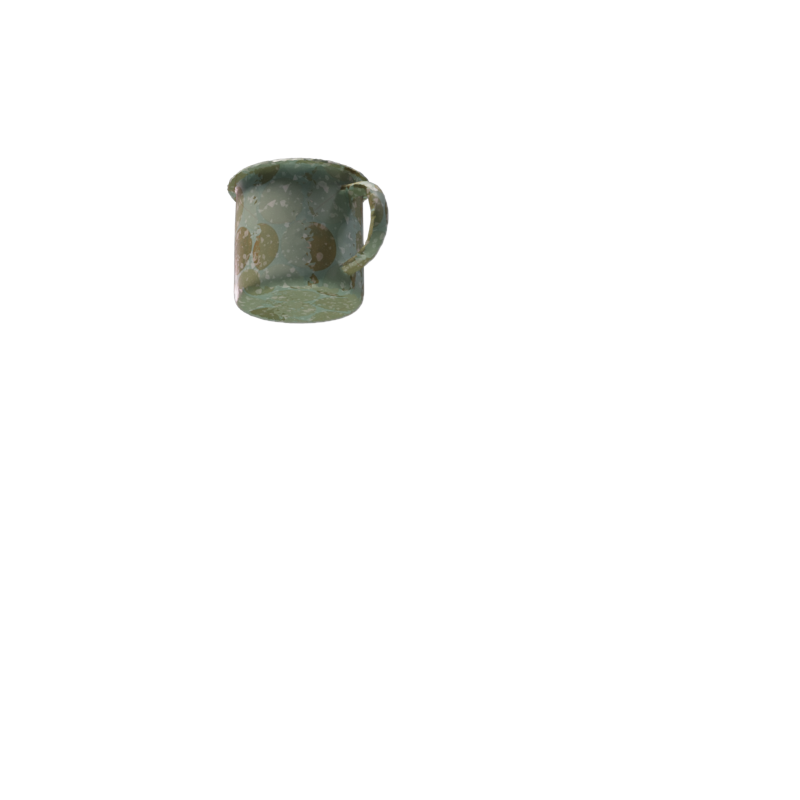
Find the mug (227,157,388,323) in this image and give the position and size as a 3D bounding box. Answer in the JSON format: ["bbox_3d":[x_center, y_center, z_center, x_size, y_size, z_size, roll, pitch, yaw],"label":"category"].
[{"bbox_3d":[-0.054,-0.099,0.695,0.119,0.085,0.088,-13,-21,37],"label":"mug"}]
